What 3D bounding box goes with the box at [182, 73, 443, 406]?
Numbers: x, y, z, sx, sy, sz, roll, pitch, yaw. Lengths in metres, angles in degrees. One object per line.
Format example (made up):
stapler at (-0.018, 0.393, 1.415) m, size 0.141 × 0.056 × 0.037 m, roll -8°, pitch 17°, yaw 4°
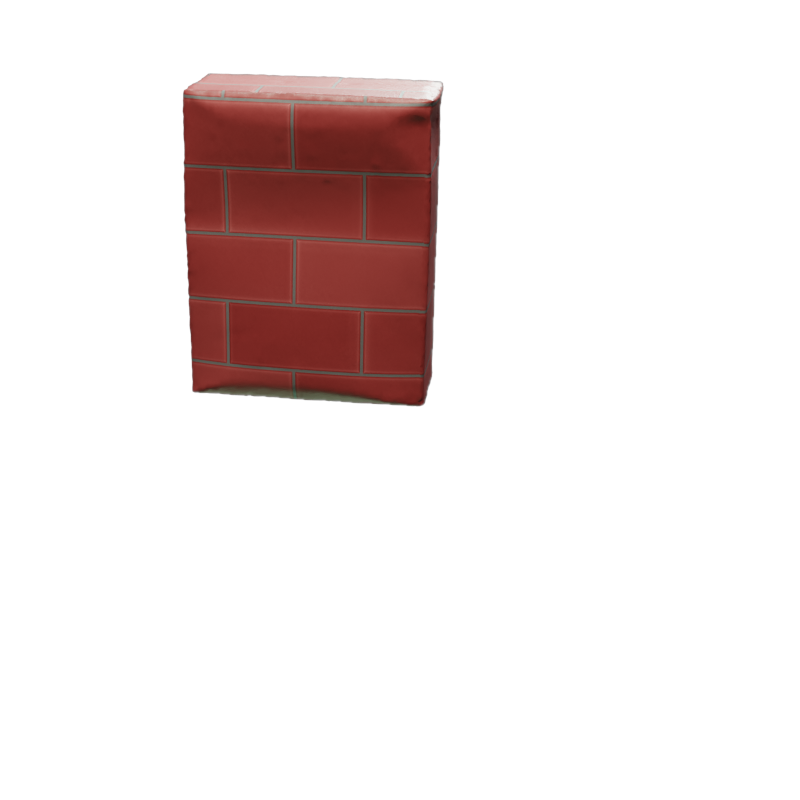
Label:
box at (-0.058, -0.107, 0.747) m, size 0.166 × 0.205 × 0.074 m, roll 4°, pitch 20°, yaw 9°
